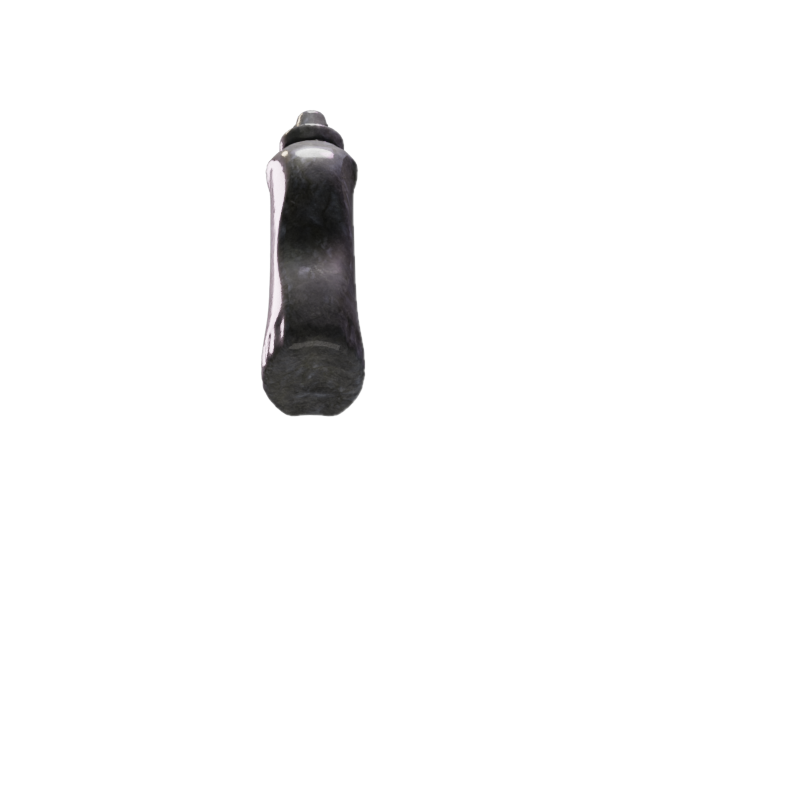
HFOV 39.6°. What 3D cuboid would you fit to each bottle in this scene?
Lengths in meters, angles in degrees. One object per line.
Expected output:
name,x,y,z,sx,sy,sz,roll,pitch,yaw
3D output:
bottle,-0.052,-0.095,0.663,0.058,0.204,0.090,-1,-30,-3
